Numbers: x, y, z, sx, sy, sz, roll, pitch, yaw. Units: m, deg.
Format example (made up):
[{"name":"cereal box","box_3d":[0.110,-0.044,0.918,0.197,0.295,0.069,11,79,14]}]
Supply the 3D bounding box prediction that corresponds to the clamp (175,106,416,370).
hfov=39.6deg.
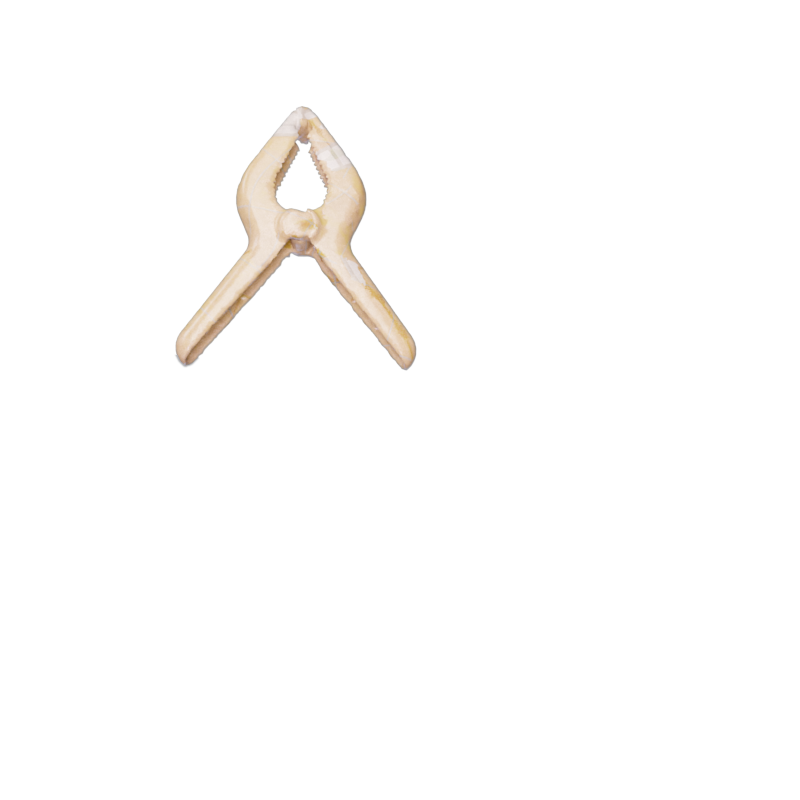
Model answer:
[{"name":"clamp","box_3d":[-0.063,-0.114,0.798,0.165,0.221,0.034,7,-24,3]}]
